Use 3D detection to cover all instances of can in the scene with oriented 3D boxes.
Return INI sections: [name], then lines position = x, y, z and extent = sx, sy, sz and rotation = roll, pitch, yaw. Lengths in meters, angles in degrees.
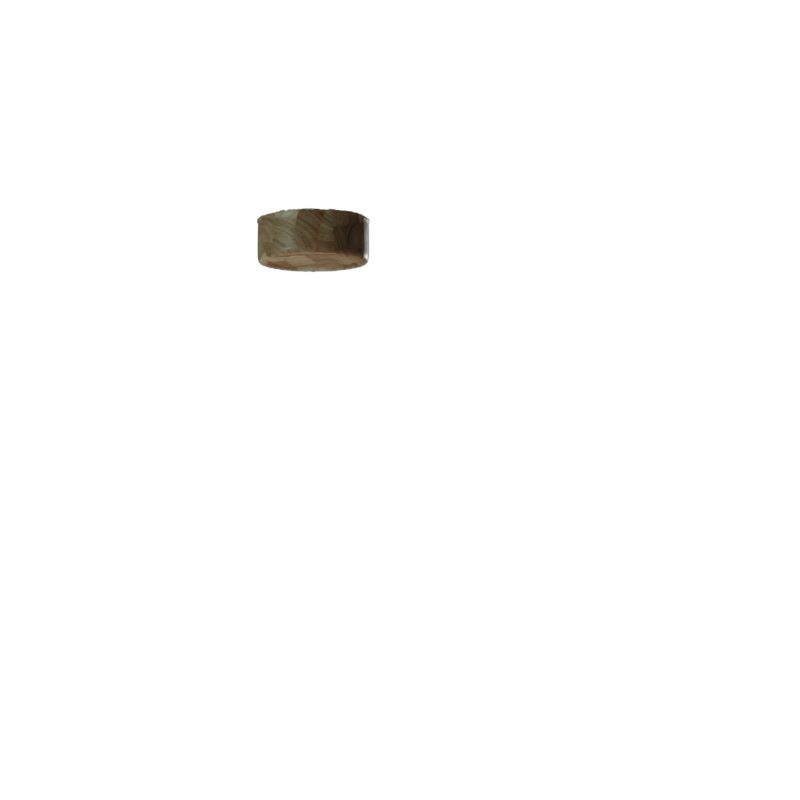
[can]
position = -0.066, -0.120, 0.839
extent = 0.086, 0.034, 0.085
rotation = 0, -4, -2
